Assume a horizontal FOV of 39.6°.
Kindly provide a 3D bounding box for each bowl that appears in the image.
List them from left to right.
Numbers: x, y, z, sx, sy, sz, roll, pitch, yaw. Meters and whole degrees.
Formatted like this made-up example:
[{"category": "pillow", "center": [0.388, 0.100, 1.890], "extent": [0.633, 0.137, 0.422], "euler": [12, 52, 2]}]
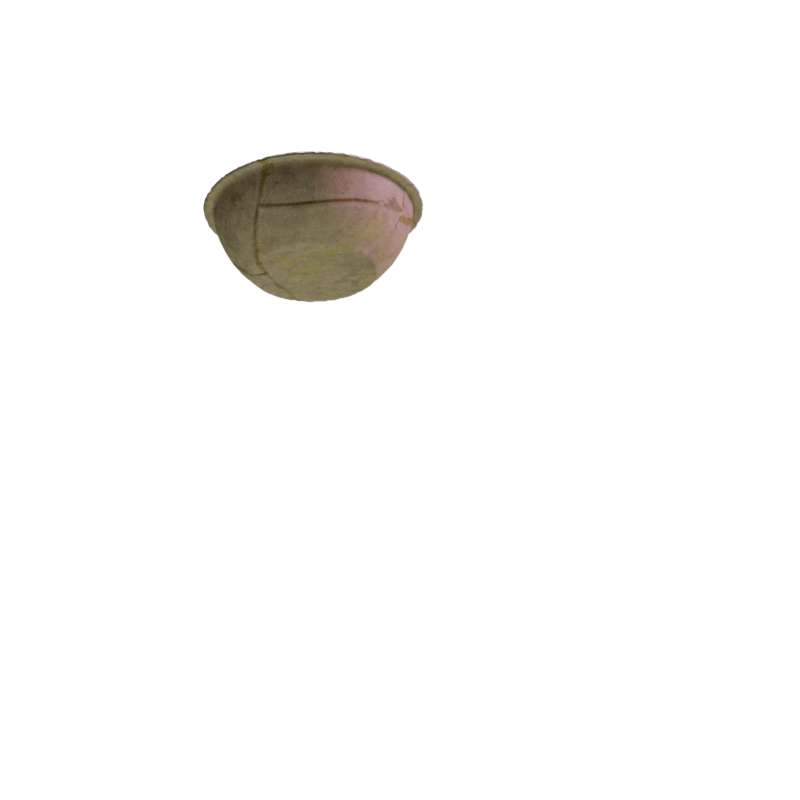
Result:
[{"category": "bowl", "center": [-0.063, -0.115, 0.807], "extent": [0.162, 0.058, 0.153], "euler": [1, -23, -2]}]
